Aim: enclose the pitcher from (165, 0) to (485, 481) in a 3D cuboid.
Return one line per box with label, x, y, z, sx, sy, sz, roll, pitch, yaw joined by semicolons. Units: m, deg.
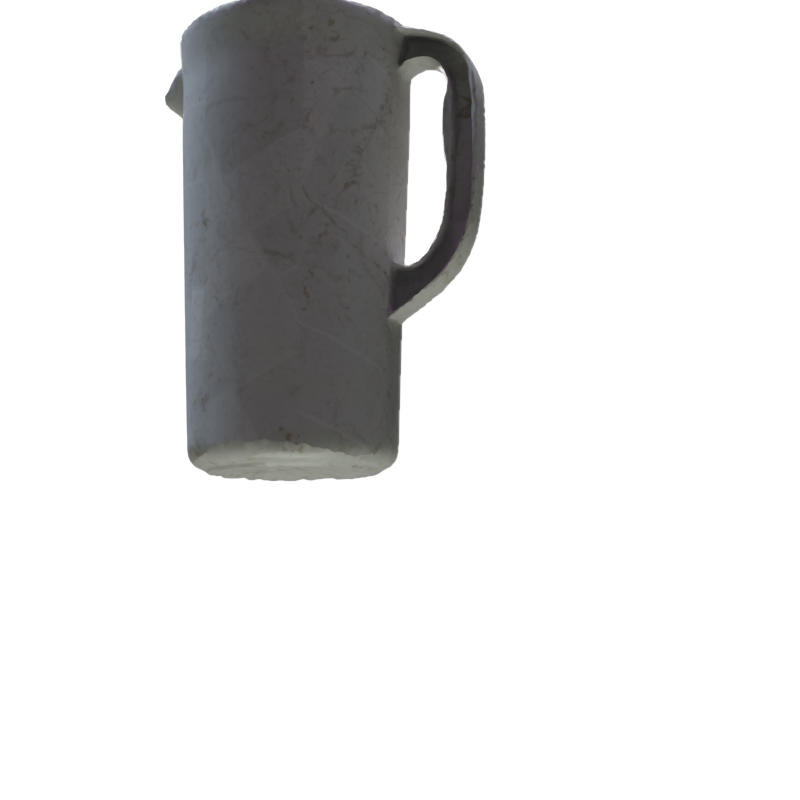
pitcher;-0.046;-0.084;0.592;0.140;0.252;0.149;6;-15;-24
